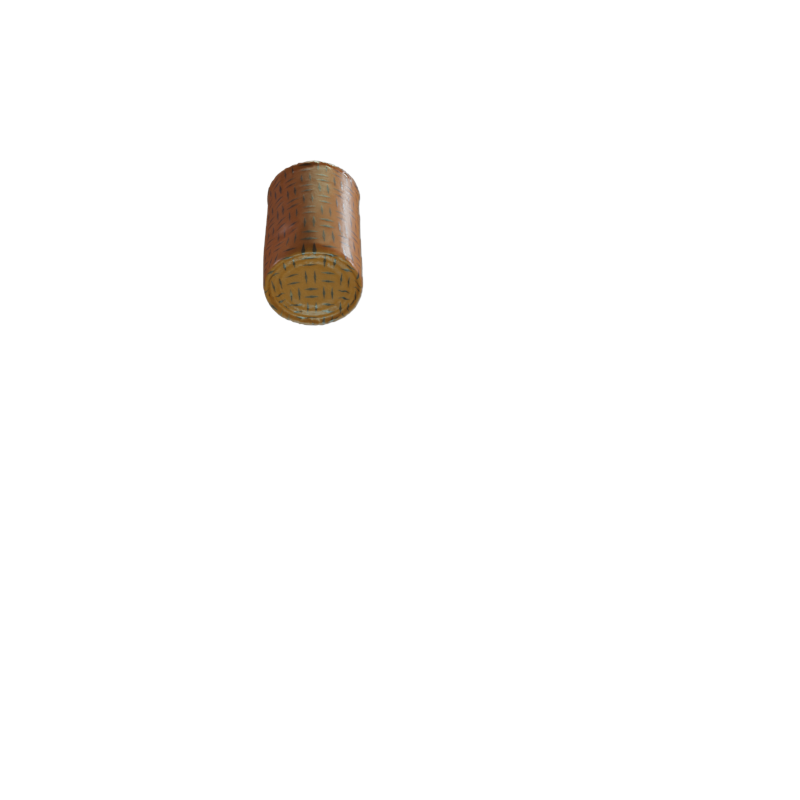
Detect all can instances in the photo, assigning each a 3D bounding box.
[{"bbox_3d":[-0.060,-0.110,0.768,0.068,0.064,0.110,-1,43,-3],"label":"can"}]
